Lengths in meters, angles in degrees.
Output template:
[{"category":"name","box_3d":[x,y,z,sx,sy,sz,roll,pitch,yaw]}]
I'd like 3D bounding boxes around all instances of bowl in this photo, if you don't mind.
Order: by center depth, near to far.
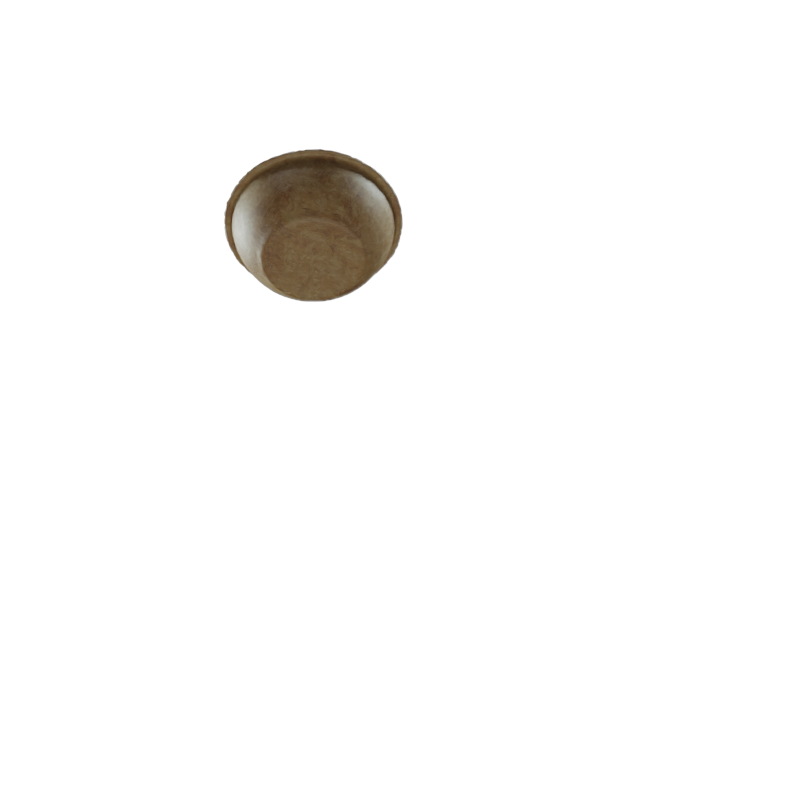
[{"category":"bowl","box_3d":[-0.077,-0.140,0.984,0.162,0.151,0.059,1,40,-1]}]
